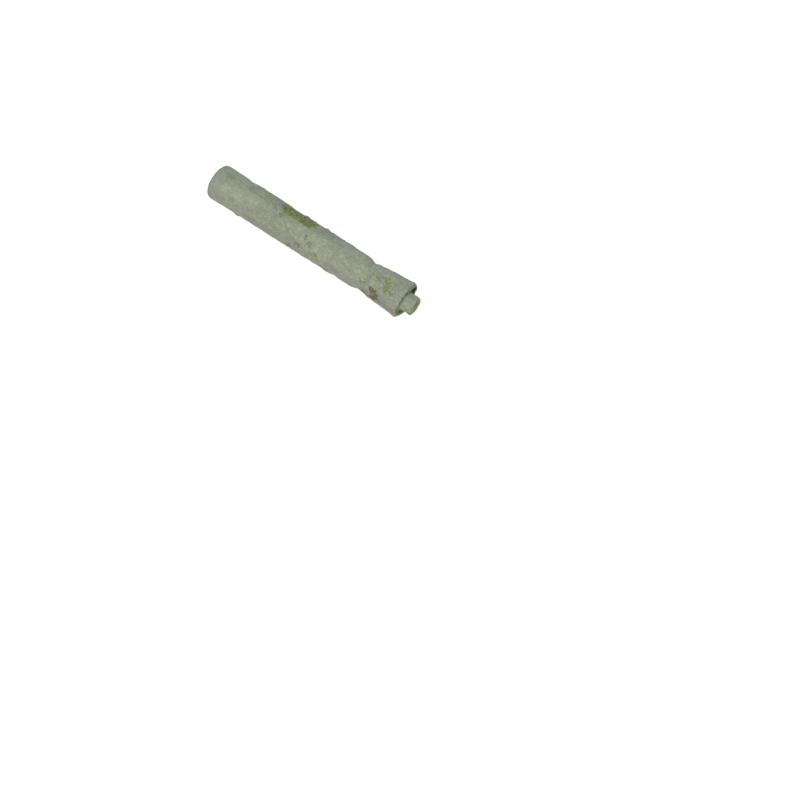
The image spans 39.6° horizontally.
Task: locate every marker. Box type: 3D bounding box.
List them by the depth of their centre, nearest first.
[{"bbox_3d":[-0.042,-0.077,0.539,0.126,0.019,0.019,34,15,19],"label":"marker"}]
